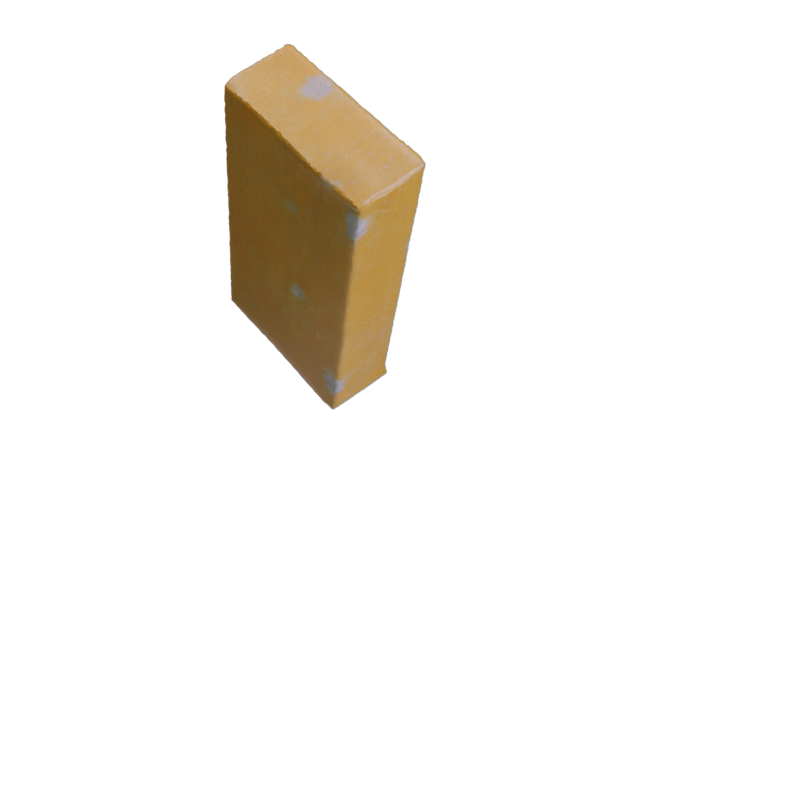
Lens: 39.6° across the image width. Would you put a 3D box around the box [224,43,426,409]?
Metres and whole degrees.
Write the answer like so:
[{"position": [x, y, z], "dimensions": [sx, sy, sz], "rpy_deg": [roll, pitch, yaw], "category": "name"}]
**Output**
[{"position": [-0.042, -0.077, 0.538], "dimensions": [0.048, 0.099, 0.165], "rpy_deg": [-35, -22, -21], "category": "box"}]
